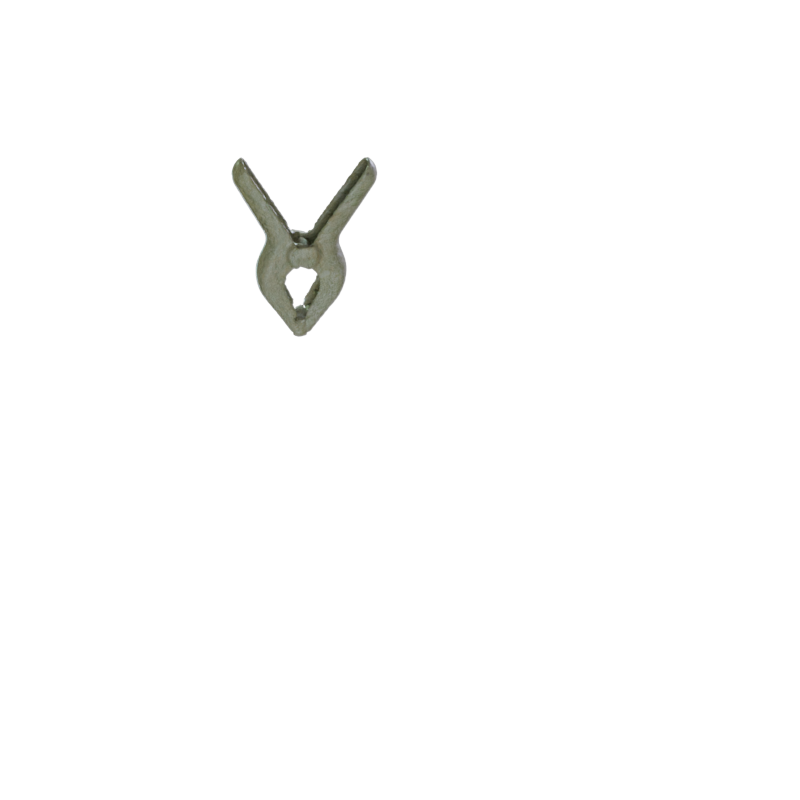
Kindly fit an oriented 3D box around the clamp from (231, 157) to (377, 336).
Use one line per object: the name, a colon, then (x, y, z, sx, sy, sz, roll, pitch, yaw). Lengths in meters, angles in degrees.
clamp: (-0.075, -0.136, 0.955, 0.120, 0.160, 0.042, -4, 32, 2)
